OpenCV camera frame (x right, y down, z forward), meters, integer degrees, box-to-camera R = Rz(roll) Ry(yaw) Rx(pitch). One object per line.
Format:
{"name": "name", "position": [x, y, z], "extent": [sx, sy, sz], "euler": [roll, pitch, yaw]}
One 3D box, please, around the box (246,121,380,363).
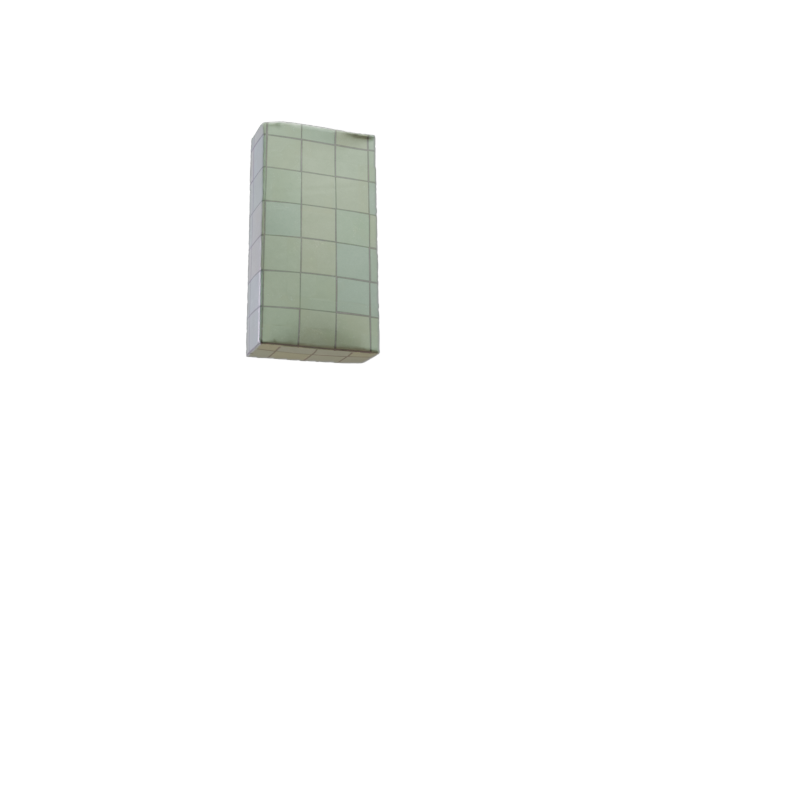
{"name": "box", "position": [-0.065, -0.118, 0.827], "extent": [0.091, 0.184, 0.047], "euler": [4, -18, -18]}
